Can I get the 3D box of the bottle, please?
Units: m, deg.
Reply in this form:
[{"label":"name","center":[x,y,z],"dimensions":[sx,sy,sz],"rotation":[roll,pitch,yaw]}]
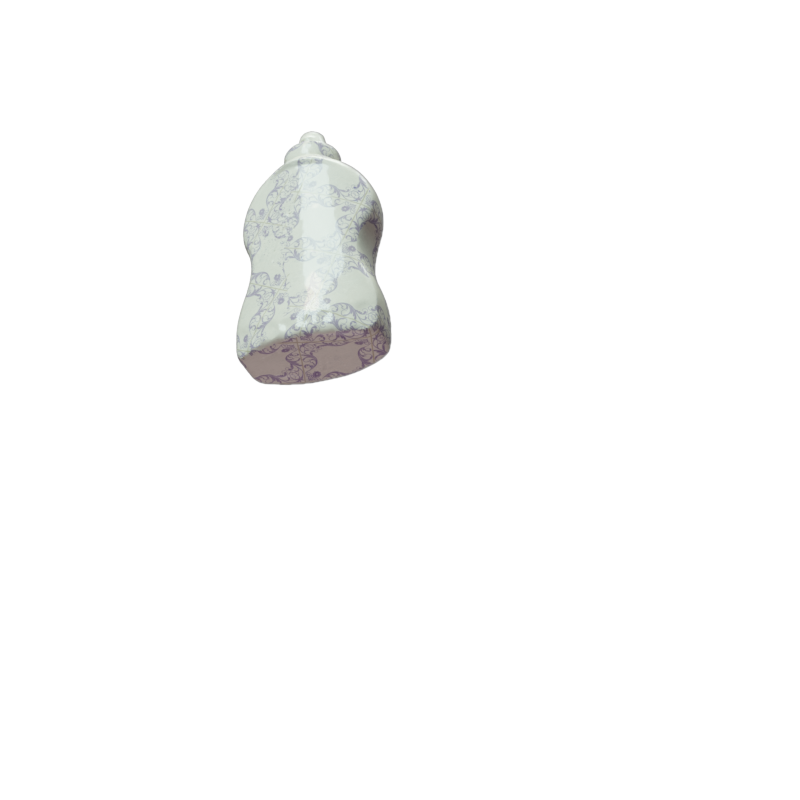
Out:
[{"label":"bottle","center":[-0.059,-0.107,0.746],"dimensions":[0.097,0.205,0.054],"rotation":[-15,-38,16]}]
